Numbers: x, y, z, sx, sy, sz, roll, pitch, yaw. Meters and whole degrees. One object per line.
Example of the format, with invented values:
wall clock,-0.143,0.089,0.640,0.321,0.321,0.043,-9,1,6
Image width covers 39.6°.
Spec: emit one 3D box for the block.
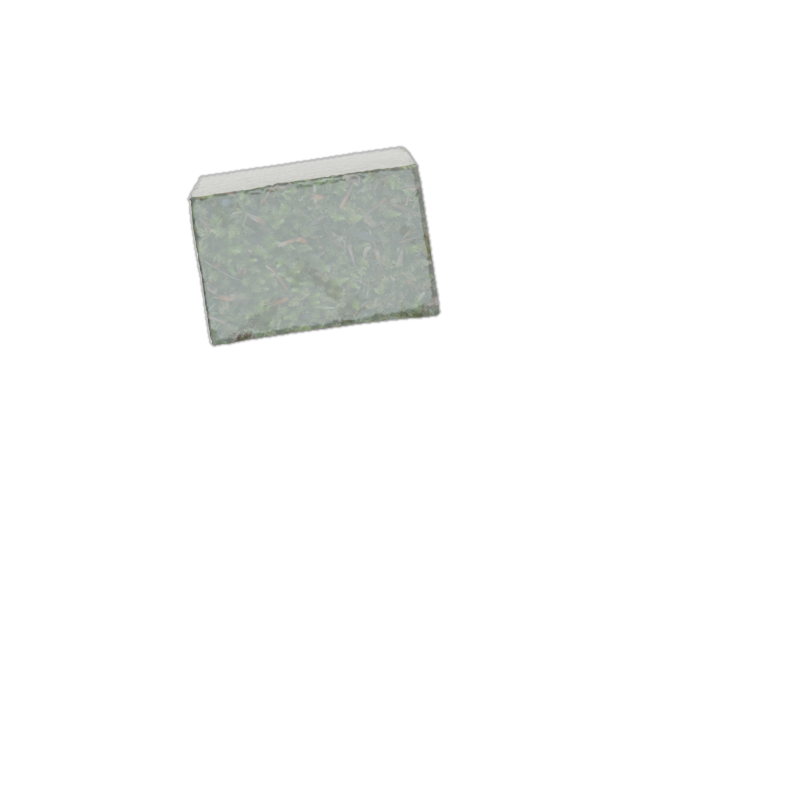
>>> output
block,-0.030,-0.055,0.384,0.078,0.051,0.053,-7,15,0
